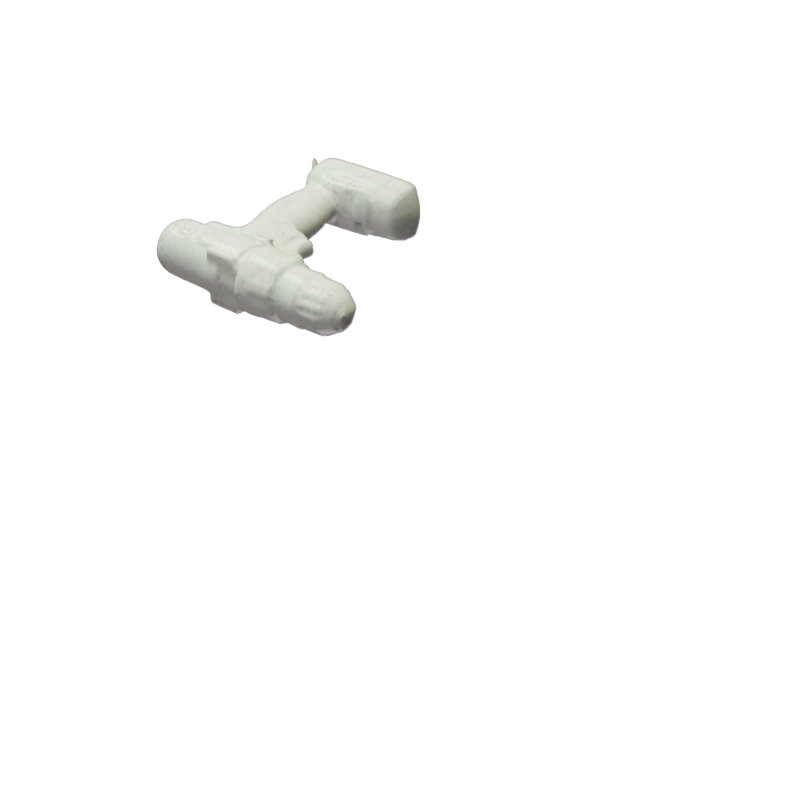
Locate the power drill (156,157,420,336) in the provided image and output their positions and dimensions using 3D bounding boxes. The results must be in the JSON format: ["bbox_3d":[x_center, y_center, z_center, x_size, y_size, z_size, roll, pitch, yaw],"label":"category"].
[{"bbox_3d":[-0.068,-0.124,0.866,0.196,0.054,0.188,24,41,31],"label":"power drill"}]
